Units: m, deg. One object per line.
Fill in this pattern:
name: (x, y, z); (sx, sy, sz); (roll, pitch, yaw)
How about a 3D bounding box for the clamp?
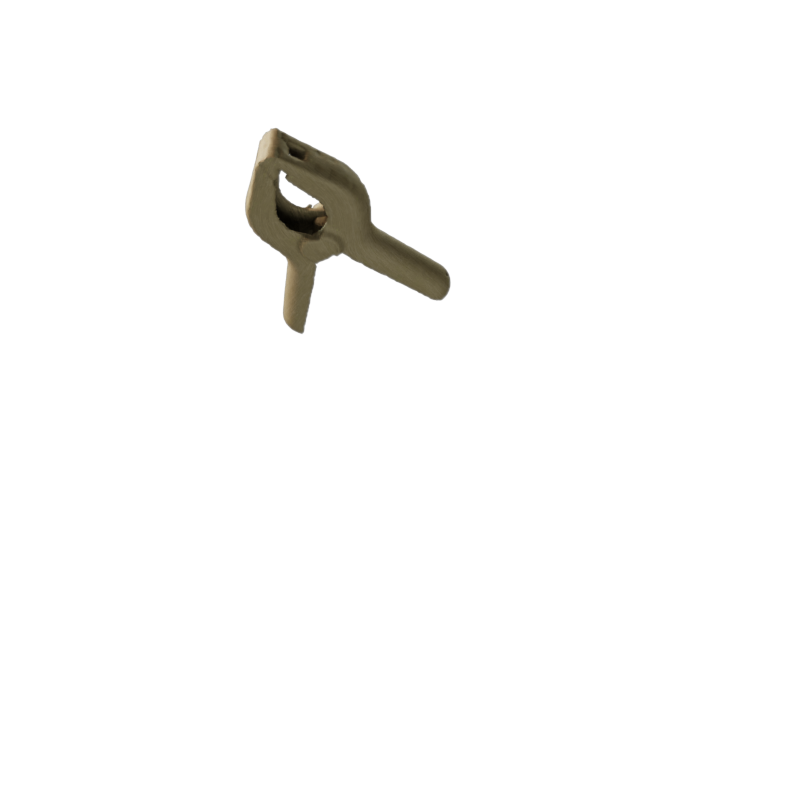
clamp: (-0.057, -0.103, 0.723); (0.120, 0.042, 0.159); (-24, -50, 22)
